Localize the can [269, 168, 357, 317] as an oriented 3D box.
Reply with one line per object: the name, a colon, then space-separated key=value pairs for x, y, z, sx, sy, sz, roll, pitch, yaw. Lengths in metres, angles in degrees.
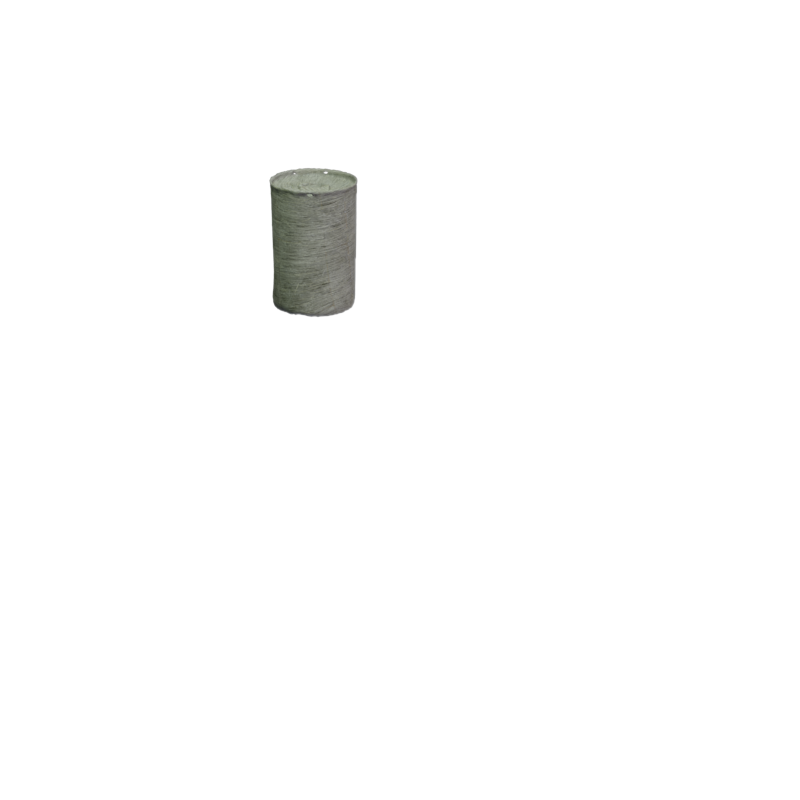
can: x=-0.068 y=-0.124 z=0.868 sx=0.068 sy=0.098 sz=0.072 roll=0 pitch=21 yaw=-2
